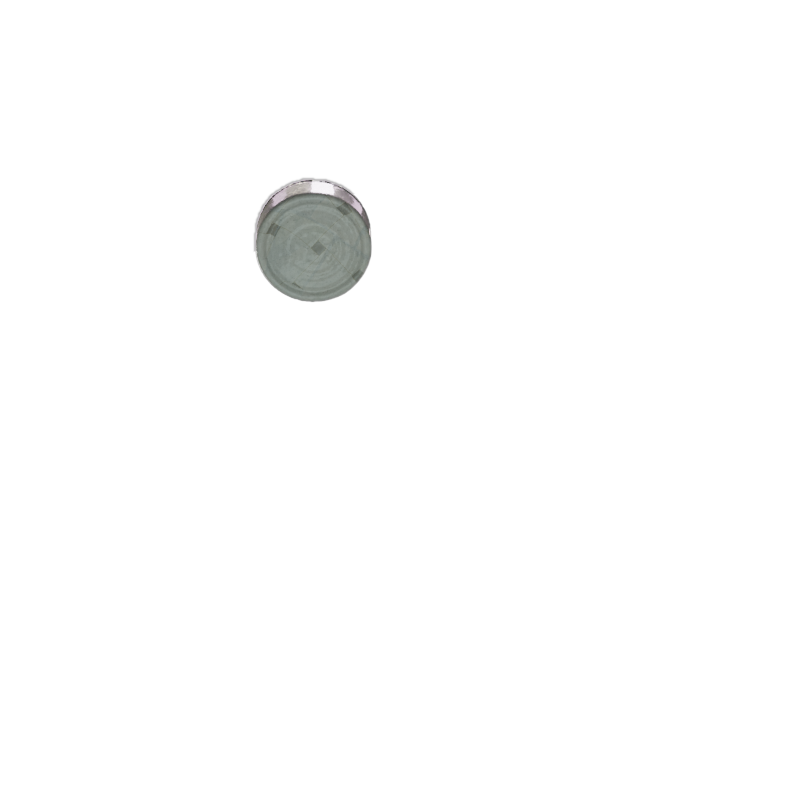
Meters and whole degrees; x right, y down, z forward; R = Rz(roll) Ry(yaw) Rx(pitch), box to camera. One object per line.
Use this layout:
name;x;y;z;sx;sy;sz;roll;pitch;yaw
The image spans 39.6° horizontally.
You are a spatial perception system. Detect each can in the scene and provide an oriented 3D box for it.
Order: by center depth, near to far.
can;-0.063;-0.116;0.811;0.086;0.082;0.035;1;23;-1
